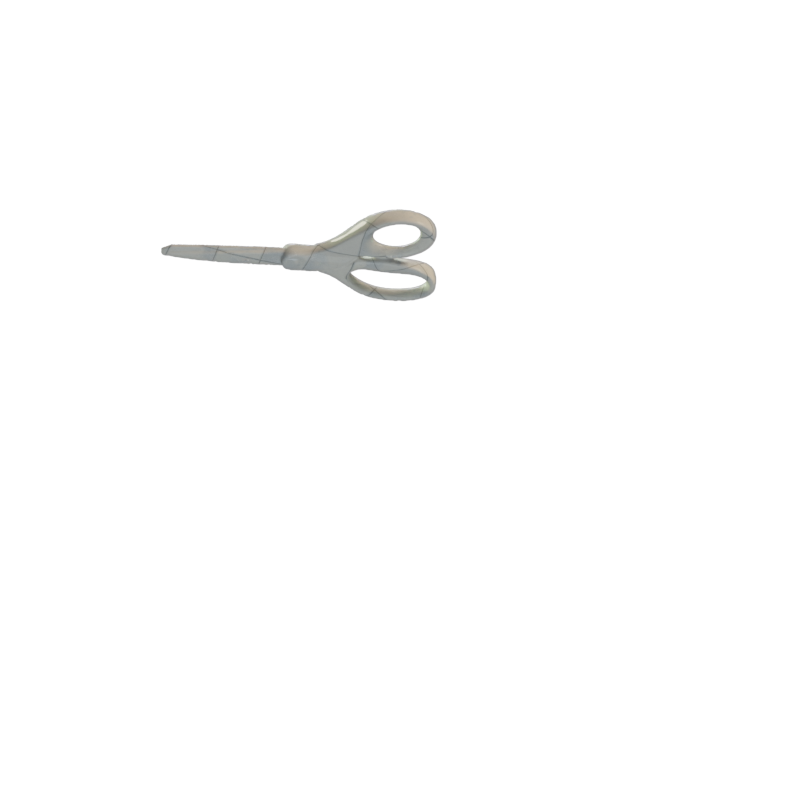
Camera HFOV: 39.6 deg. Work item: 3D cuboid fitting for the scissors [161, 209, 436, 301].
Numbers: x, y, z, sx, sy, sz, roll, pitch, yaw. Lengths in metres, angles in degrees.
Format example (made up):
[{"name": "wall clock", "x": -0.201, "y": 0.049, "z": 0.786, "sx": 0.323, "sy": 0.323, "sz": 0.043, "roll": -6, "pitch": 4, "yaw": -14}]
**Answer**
[{"name": "scissors", "x": -0.062, "y": -0.113, "z": 0.795, "sx": 0.196, "sy": 0.017, "sz": 0.092, "roll": 12, "pitch": -41, "yaw": -15}]
